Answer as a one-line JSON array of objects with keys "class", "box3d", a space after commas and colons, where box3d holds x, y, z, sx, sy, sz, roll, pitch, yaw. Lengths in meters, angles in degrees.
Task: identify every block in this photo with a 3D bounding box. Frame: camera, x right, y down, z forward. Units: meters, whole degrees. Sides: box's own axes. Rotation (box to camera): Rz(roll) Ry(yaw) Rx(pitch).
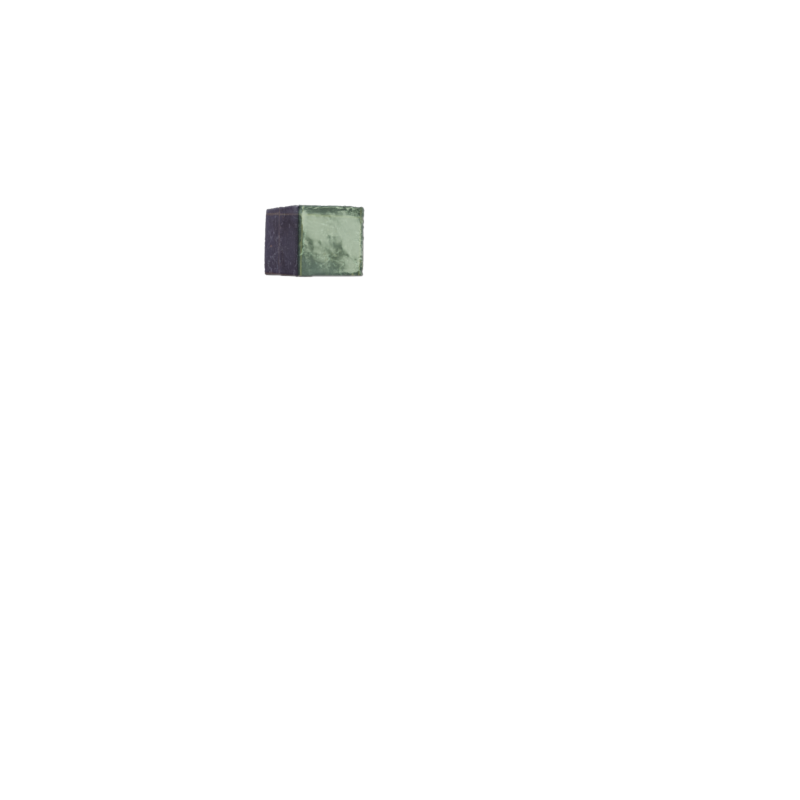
[{"class": "block", "box3d": [-0.064, -0.118, 0.824, 0.051, 0.051, 0.081, -1, 5, -24]}]
